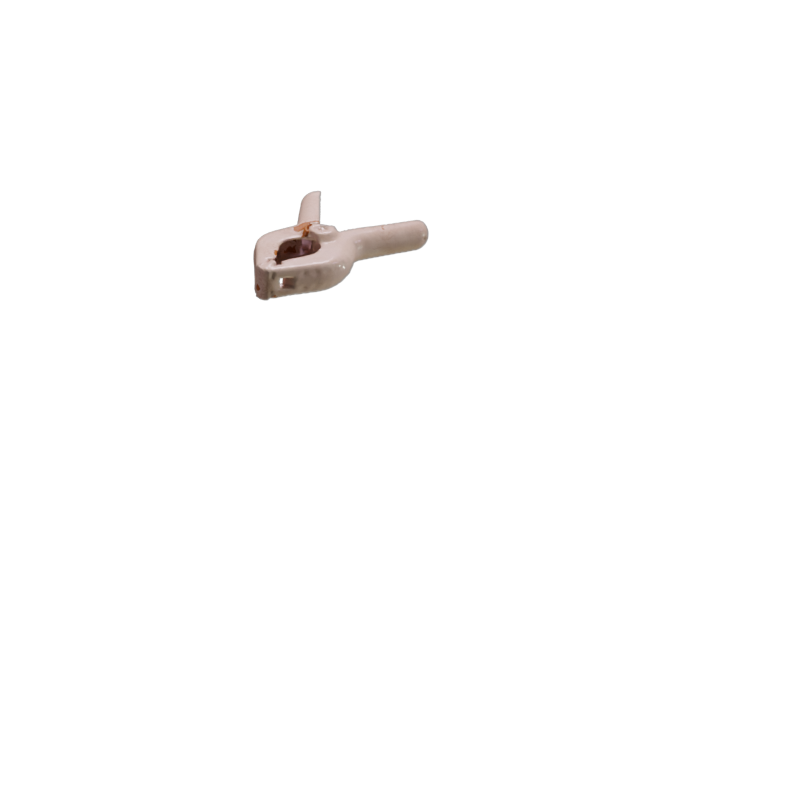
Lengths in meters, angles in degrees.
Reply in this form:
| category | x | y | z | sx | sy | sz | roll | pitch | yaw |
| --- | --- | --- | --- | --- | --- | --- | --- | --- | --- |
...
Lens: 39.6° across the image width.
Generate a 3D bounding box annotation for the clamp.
| category | x | y | z | sx | sy | sz | roll | pitch | yaw |
| --- | --- | --- | --- | --- | --- | --- | --- | --- | --- |
| clamp | -0.071 | -0.129 | 0.903 | 0.127 | 0.037 | 0.170 | 20 | 32 | 34 |
